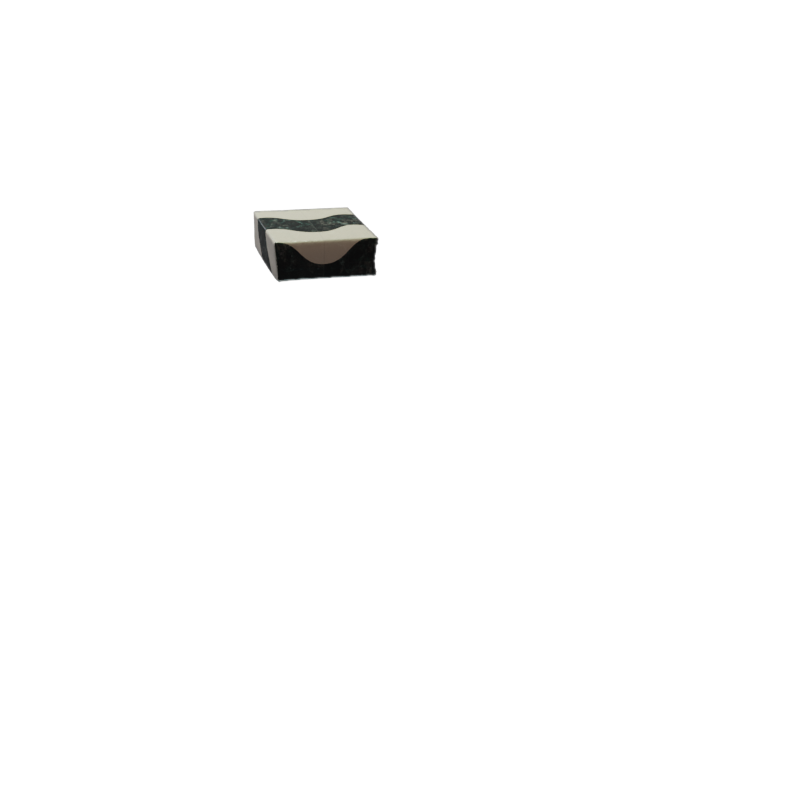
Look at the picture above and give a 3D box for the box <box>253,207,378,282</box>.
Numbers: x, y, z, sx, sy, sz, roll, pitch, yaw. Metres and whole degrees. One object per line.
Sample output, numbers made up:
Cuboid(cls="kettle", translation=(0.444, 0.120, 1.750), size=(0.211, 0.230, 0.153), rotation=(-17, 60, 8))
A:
Cuboid(cls="box", translation=(-0.076, -0.139, 0.975), size=(0.088, 0.037, 0.121), rotation=(-6, 25, -13))
